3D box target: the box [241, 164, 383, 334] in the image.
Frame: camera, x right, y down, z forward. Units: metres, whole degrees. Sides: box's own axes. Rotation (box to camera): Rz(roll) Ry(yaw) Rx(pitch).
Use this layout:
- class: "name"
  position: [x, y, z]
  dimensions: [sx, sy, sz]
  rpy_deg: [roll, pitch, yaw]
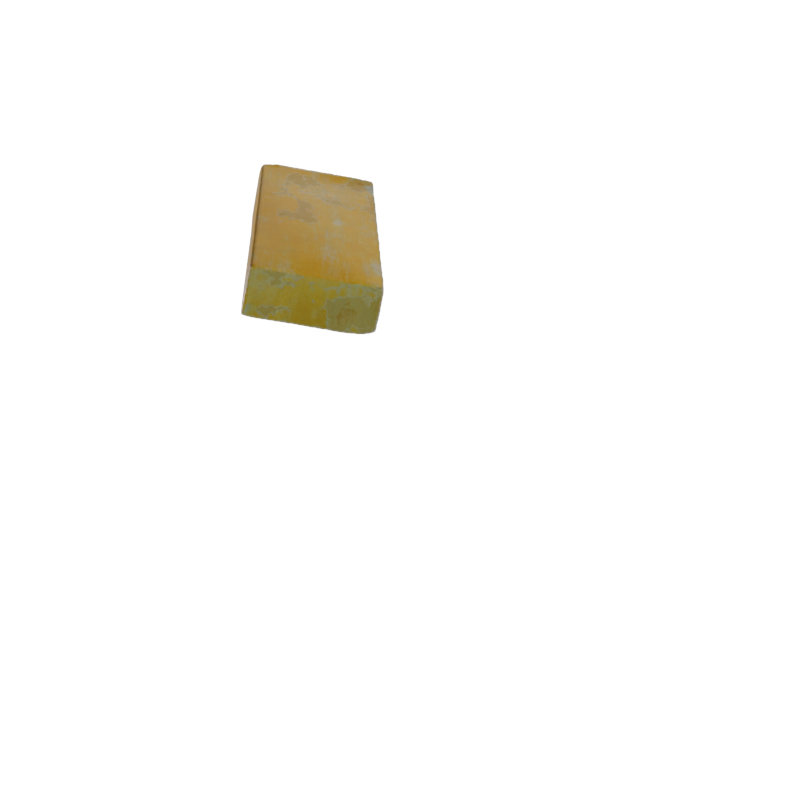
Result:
- class: "box"
  position: [-0.064, -0.116, 0.813]
  dimensions: [0.092, 0.045, 0.188]
  rpy_deg: [8, 34, -9]
